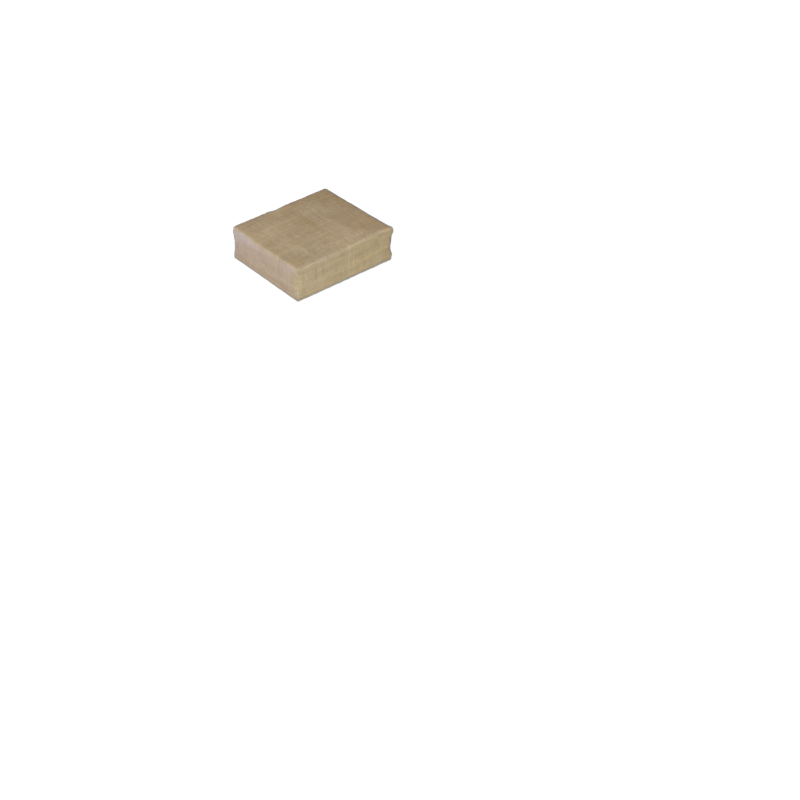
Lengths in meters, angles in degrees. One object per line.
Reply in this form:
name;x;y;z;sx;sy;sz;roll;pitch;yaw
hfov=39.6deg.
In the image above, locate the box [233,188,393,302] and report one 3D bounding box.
box;-0.061;-0.111;0.779;0.089;0.028;0.078;-28;46;-32
